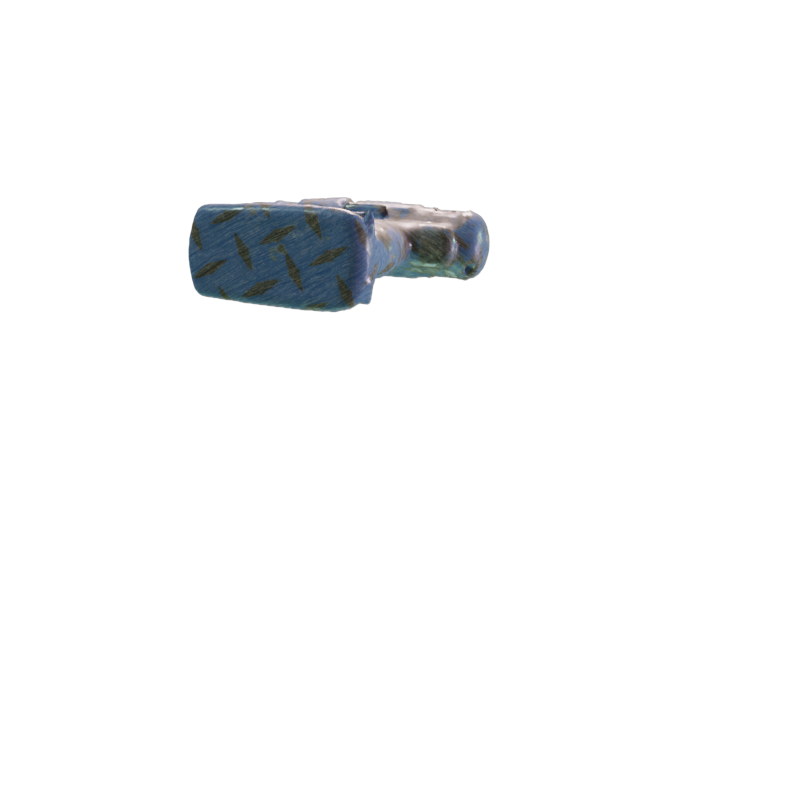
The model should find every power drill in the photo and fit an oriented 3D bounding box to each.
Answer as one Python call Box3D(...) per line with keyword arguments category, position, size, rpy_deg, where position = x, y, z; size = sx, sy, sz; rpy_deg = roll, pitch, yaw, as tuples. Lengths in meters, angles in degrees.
Box3D(category="power drill", position=(-0.054, -0.098, 0.686), size=(0.190, 0.056, 0.186), rpy_deg=(5, 14, 21))
